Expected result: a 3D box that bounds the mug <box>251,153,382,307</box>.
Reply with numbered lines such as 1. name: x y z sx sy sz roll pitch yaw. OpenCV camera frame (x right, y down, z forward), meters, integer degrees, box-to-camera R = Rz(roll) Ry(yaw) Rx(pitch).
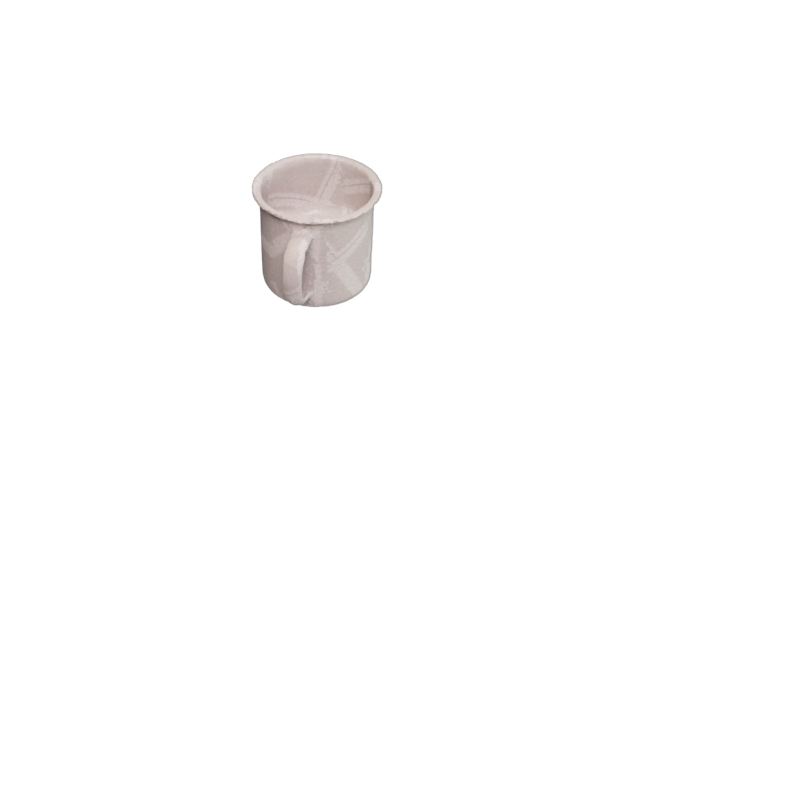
1. mug: -0.063 -0.114 0.800 0.094 0.076 0.124 7 40 7
